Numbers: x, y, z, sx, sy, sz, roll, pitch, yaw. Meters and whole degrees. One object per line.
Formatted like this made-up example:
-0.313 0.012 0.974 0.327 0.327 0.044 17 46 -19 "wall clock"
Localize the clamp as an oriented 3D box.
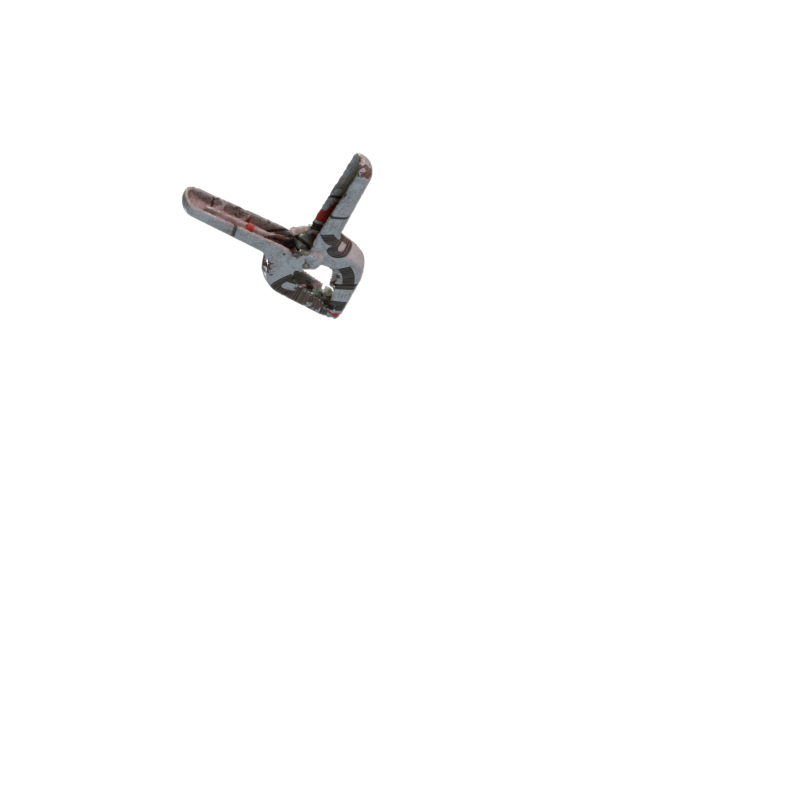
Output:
-0.078 -0.142 0.992 0.166 0.039 0.194 -11 -34 17 "clamp"
